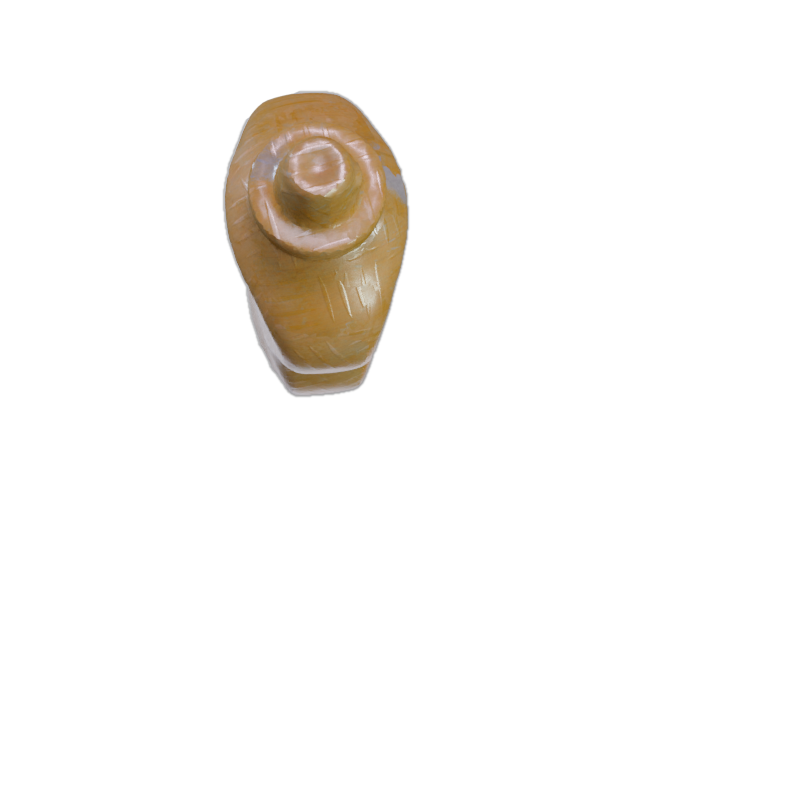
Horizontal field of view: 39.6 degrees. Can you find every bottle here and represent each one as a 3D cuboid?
[{"bbox_3d":[-0.031,-0.057,0.397,0.058,0.098,0.188,-4,-6,-4],"label":"bottle"}]
